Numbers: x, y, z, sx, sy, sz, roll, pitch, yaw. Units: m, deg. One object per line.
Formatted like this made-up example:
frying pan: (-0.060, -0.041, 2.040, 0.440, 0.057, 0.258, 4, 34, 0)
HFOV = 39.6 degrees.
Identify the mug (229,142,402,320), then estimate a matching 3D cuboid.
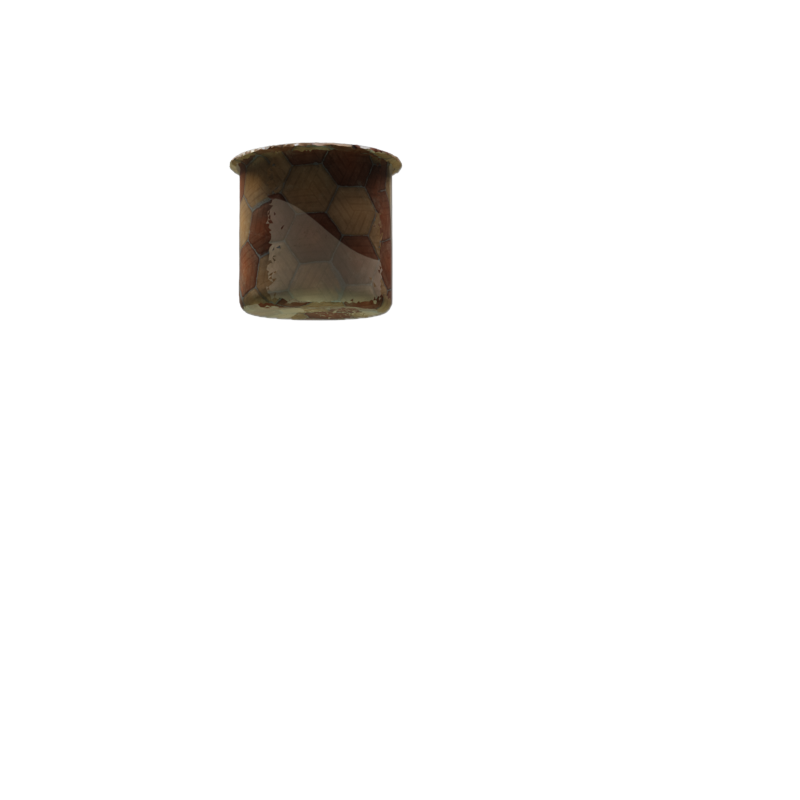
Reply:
mug: (-0.047, -0.086, 0.604, 0.092, 0.083, 0.117, 1, -5, -10)
